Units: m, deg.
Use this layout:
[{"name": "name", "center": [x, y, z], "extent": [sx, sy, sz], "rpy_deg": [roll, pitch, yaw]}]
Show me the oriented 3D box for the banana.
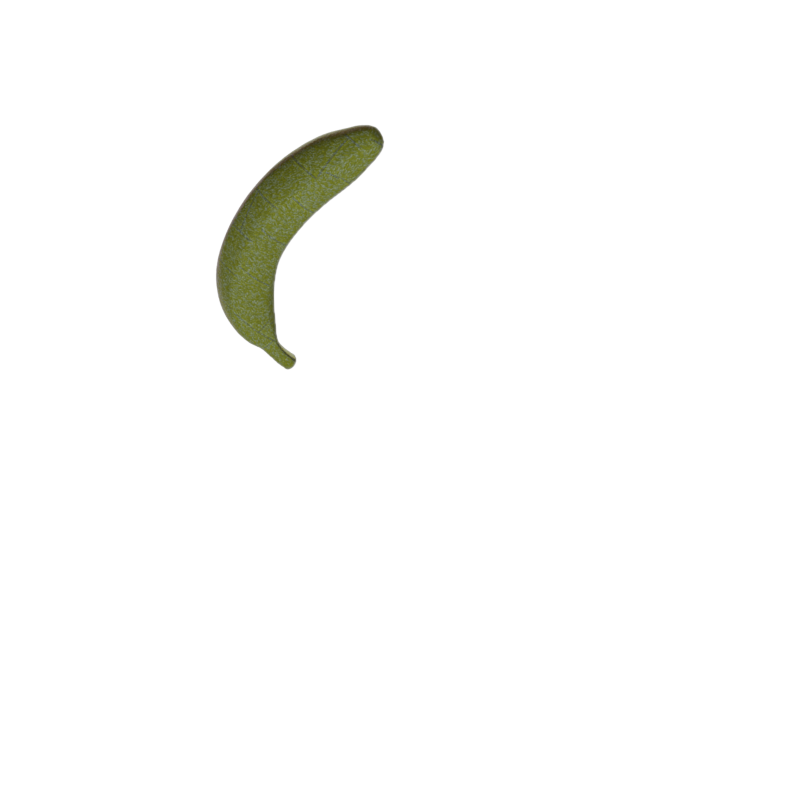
[{"name": "banana", "center": [-0.072, -0.098, 0.678], "extent": [0.068, 0.039, 0.188], "rpy_deg": [13, -45, -15]}]
